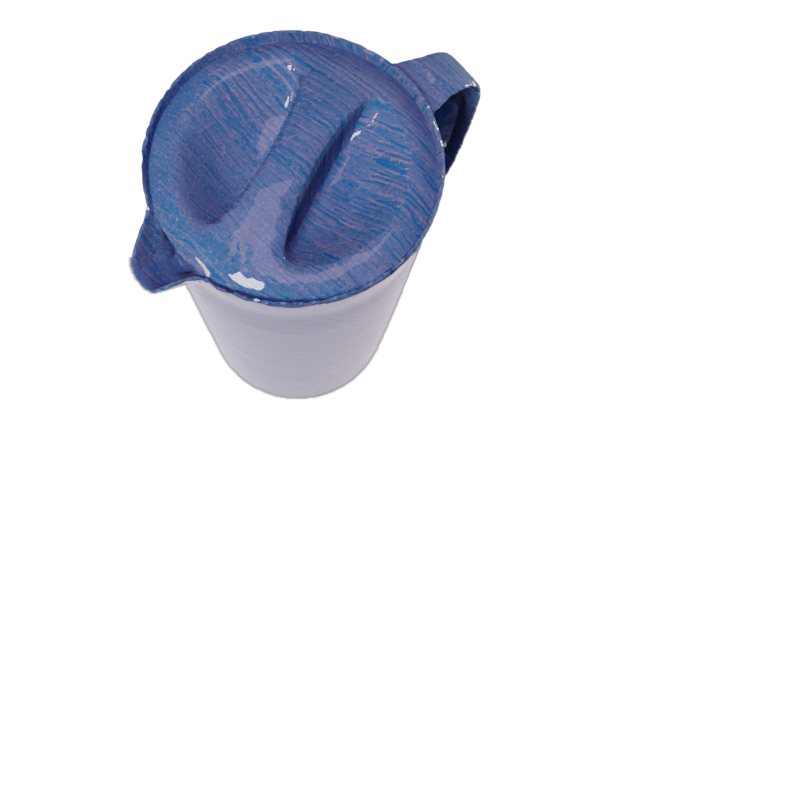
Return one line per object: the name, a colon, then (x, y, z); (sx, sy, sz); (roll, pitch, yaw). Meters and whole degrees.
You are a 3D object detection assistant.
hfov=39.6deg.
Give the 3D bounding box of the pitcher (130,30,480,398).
pitcher: (-0.046, -0.084, 0.592); (0.149, 0.151, 0.234); (7, -15, -1)
